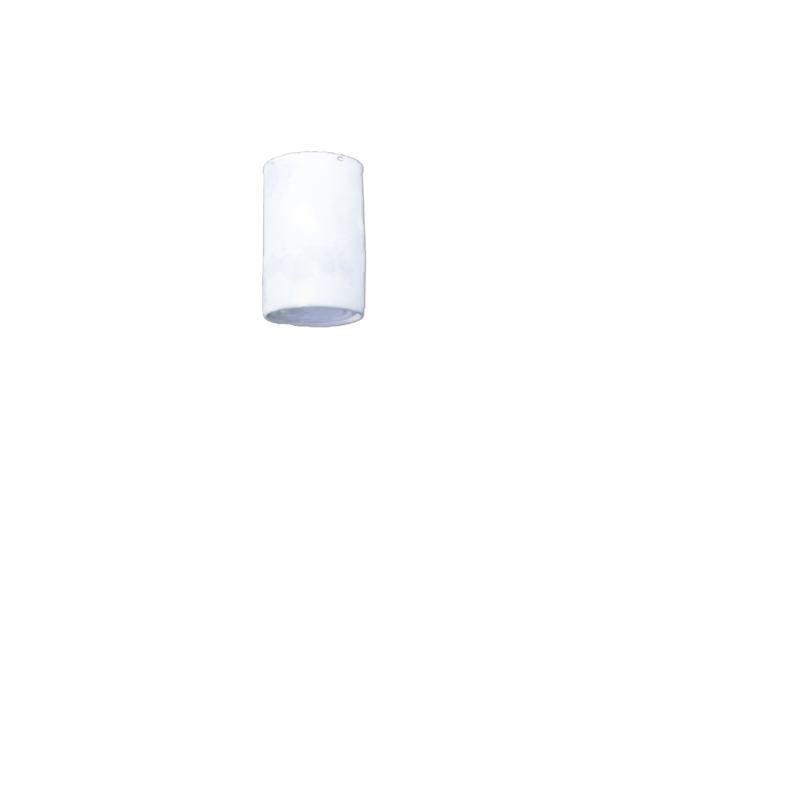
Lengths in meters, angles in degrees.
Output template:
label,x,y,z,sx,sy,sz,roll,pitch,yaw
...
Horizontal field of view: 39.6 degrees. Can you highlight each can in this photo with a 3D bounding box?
label,x,y,z,sx,sy,sz,roll,pitch,yaw
can,-0.057,-0.104,0.728,0.068,0.106,0.066,0,-13,-2
